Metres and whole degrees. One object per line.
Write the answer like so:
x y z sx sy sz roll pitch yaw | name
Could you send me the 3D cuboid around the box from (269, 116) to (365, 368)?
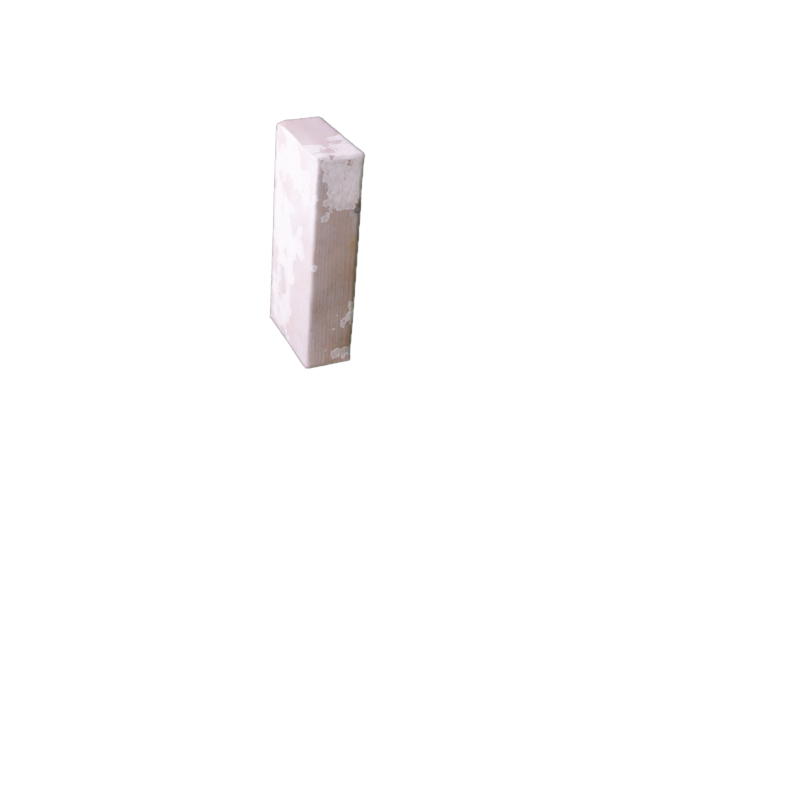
-0.068 -0.124 0.868 0.047 0.167 0.100 -9 29 -22 | box
